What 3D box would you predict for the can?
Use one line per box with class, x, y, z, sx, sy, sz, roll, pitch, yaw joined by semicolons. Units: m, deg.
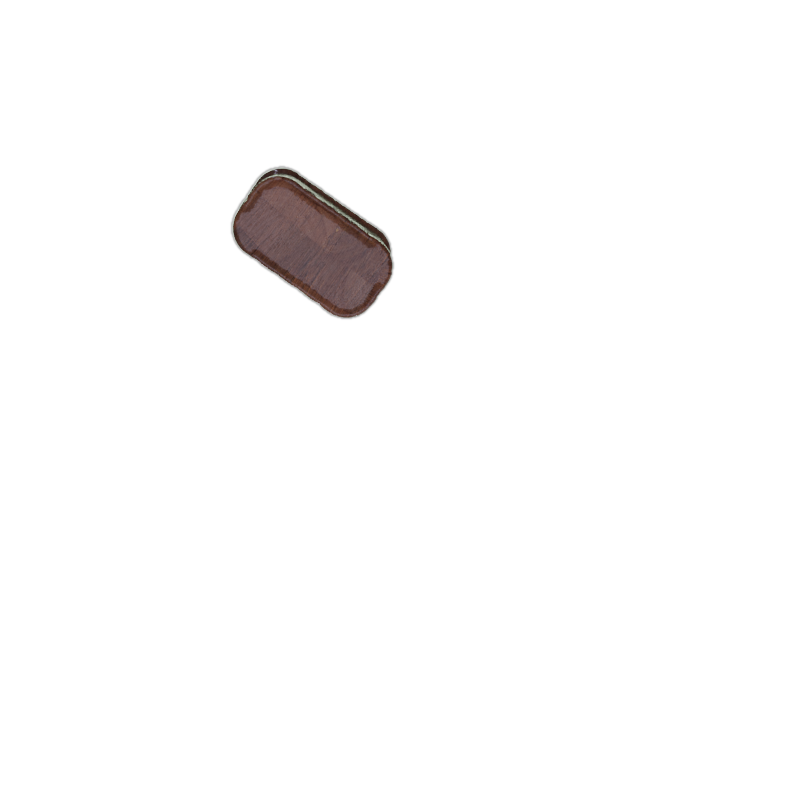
can;-0.053;-0.097;0.683;0.101;0.057;0.085;34;7;-6
